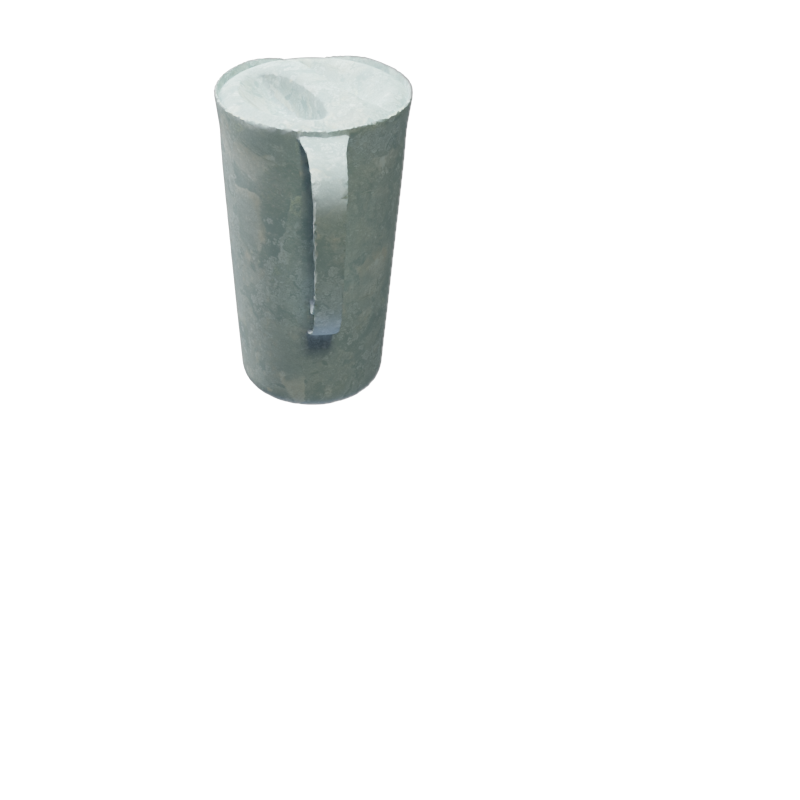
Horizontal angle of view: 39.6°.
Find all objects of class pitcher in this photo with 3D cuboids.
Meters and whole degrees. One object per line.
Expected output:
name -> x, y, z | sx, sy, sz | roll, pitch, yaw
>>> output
pitcher -> -0.062, -0.113, 0.793 | 0.153, 0.228, 0.151 | 23, 39, 28
